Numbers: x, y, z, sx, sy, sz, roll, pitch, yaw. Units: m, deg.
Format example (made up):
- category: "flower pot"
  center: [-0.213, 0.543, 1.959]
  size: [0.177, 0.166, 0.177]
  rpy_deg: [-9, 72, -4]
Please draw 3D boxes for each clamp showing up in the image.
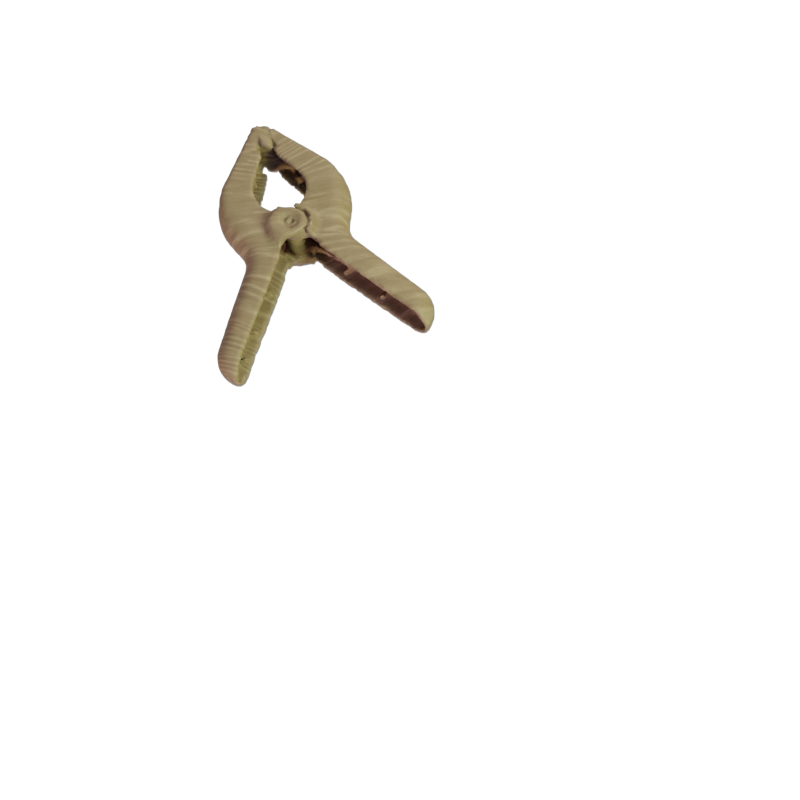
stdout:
- category: "clamp"
  center: [-0.050, -0.092, 0.642]
  size: [0.119, 0.184, 0.037]
  rpy_deg: [-7, -32, -4]
